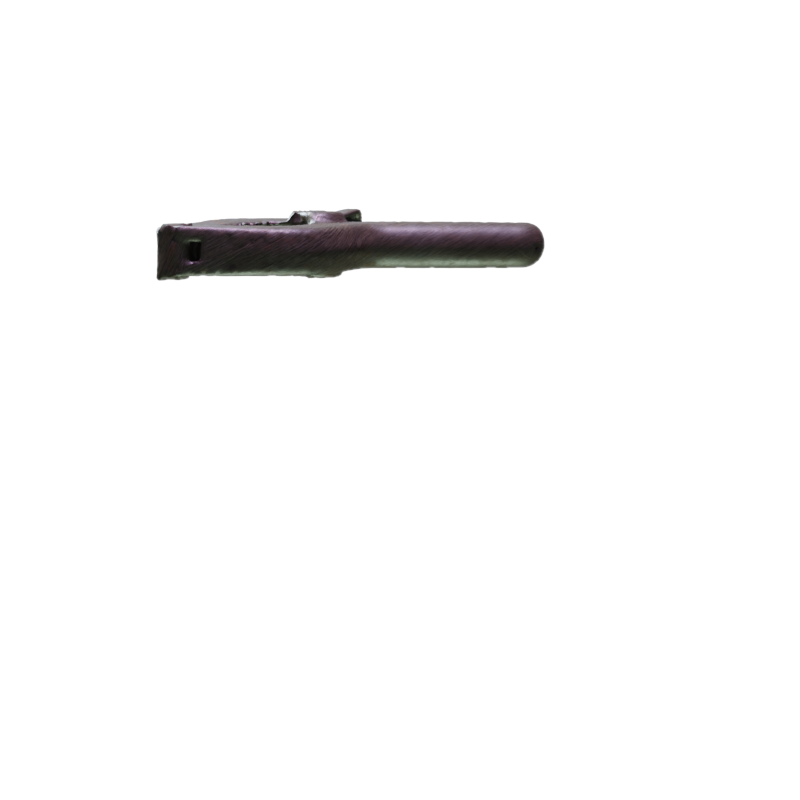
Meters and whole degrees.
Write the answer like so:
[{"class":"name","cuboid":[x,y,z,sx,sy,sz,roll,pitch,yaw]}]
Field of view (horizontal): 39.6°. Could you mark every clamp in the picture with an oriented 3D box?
[{"class":"clamp","cuboid":[-0.049,-0.089,0.625,0.204,0.036,0.173,-8,15,-34]}]
